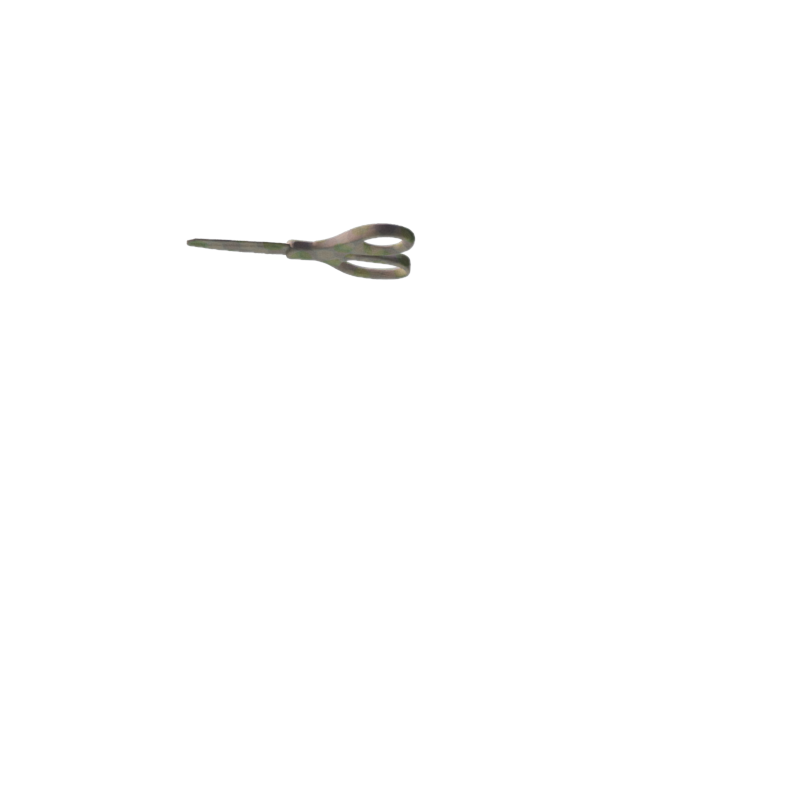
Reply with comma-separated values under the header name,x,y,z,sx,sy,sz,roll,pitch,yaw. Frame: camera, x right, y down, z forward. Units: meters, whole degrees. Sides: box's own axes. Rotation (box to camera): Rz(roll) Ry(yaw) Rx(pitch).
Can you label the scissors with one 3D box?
name,x,y,z,sx,sy,sz,roll,pitch,yaw
scissors,-0.075,-0.138,0.964,0.195,0.017,0.094,9,-24,-22
